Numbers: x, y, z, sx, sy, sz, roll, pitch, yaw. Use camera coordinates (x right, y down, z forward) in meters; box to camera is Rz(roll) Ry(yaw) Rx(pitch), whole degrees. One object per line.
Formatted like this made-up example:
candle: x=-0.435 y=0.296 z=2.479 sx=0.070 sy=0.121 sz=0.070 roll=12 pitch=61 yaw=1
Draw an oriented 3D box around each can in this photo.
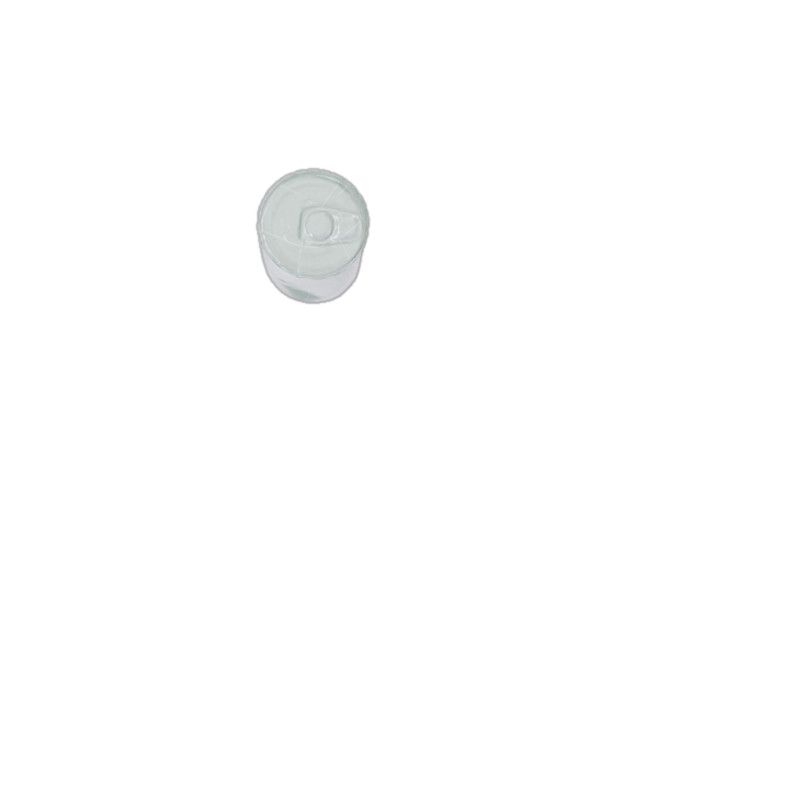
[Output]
can: x=-0.056 y=-0.103 z=0.719 sx=0.068 sy=0.070 sz=0.100 roll=0 pitch=-7 yaw=-3
